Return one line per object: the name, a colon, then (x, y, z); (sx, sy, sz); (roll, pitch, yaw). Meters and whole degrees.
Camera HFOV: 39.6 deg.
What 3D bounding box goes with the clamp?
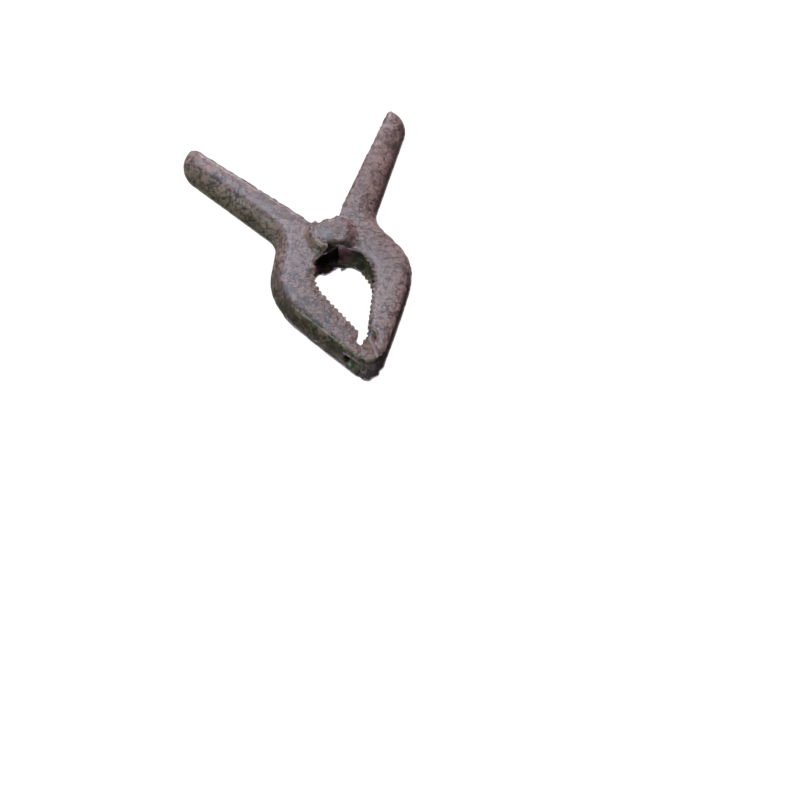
clamp: (-0.060, -0.109, 0.760); (0.163, 0.225, 0.034); (-9, -32, -6)
